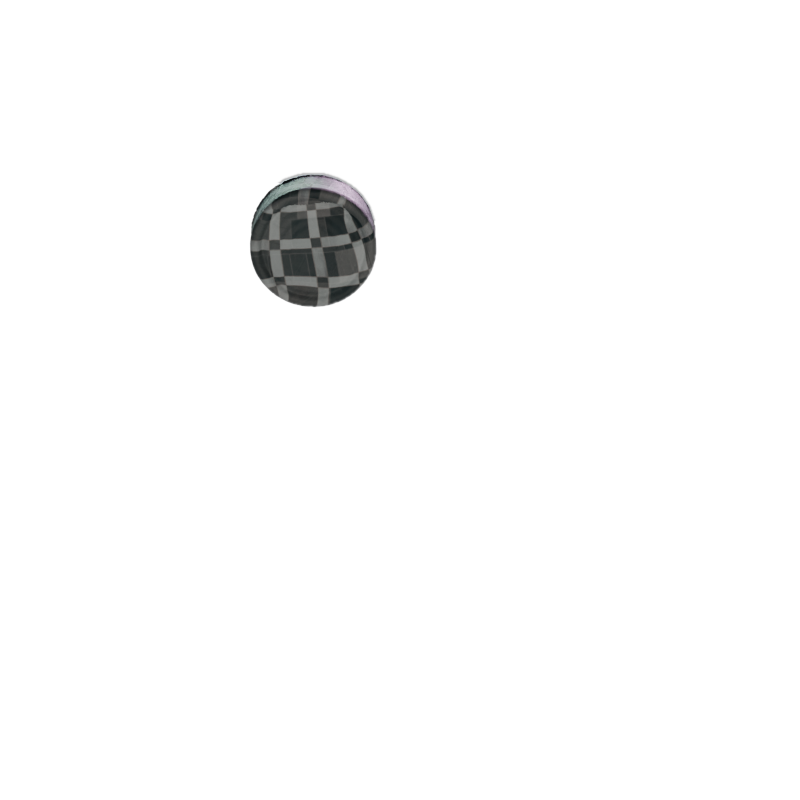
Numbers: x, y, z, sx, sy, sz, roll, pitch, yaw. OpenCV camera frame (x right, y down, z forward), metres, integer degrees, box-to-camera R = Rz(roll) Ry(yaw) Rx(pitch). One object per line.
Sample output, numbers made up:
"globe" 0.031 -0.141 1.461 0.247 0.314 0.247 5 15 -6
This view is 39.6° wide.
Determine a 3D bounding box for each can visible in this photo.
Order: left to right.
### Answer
"can" -0.058 -0.107 0.747 0.086 0.082 0.035 1 22 -1
